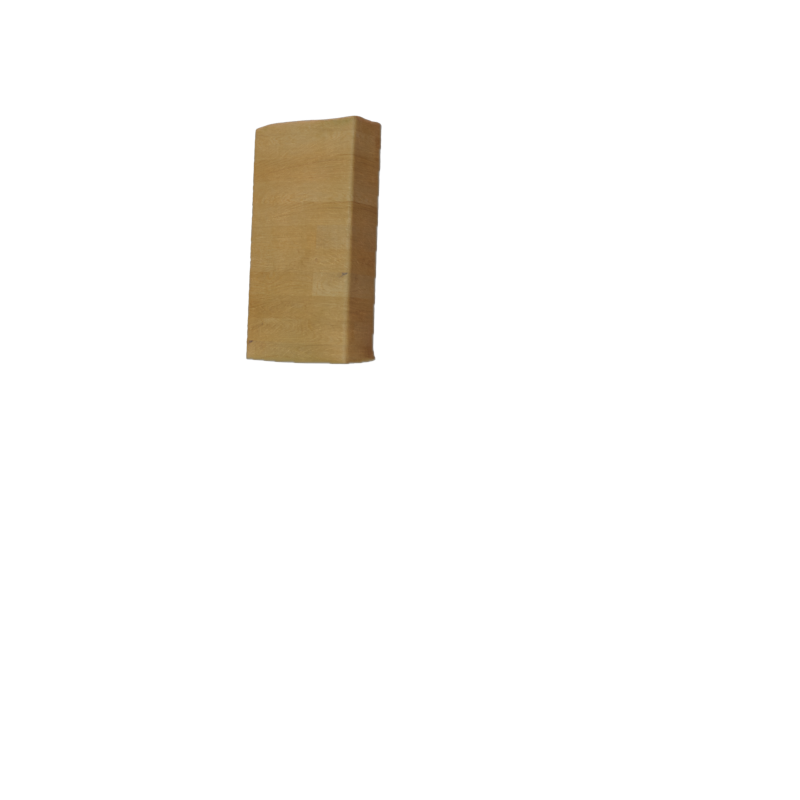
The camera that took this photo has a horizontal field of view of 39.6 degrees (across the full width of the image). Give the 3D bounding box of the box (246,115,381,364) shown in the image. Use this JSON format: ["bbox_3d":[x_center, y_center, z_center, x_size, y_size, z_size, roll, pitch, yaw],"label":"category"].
[{"bbox_3d":[-0.064,-0.116,0.813,0.097,0.178,0.046,-1,-3,33],"label":"box"}]
